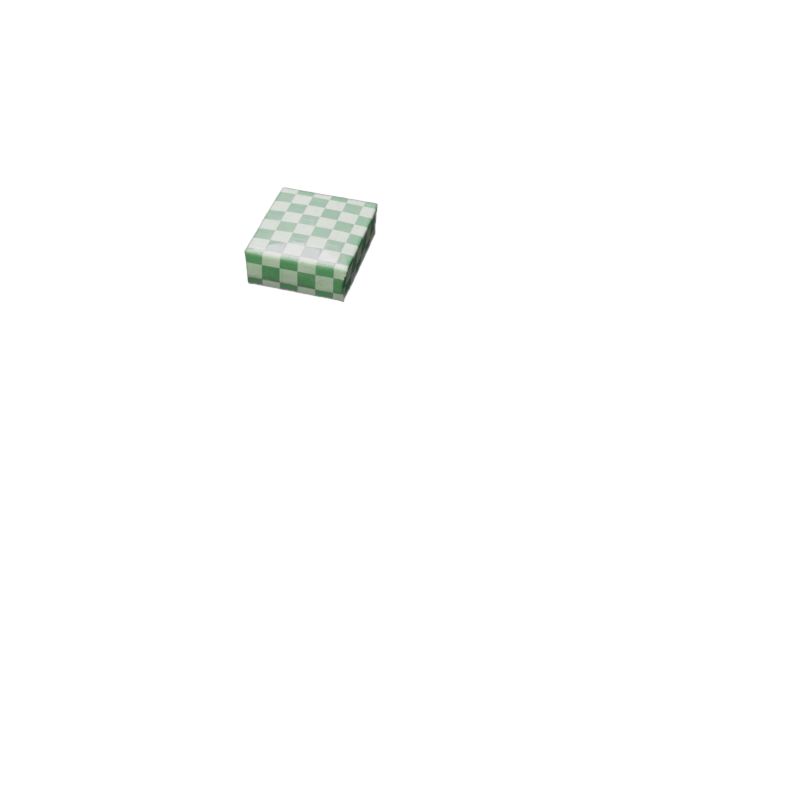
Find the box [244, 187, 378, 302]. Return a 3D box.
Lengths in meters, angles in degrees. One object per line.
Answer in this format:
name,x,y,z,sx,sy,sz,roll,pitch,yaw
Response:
box,-0.076,-0.138,0.963,0.092,0.036,0.119,9,41,10
